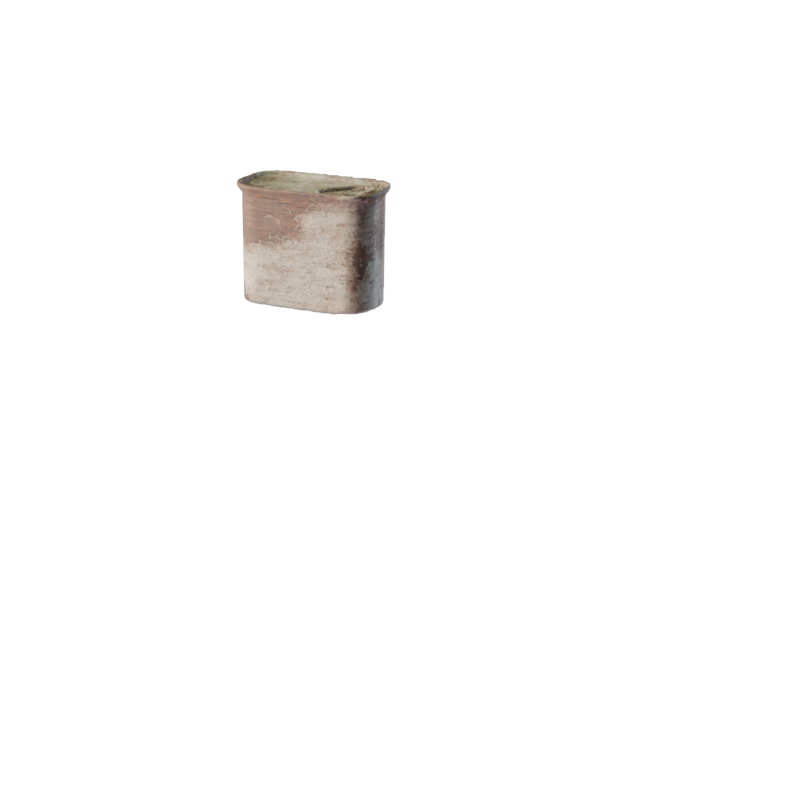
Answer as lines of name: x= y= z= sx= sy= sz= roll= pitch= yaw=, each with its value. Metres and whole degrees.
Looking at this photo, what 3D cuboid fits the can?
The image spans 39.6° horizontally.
can: x=-0.059 y=-0.108 z=0.757 sx=0.105 sy=0.081 sz=0.058 roll=9 pitch=20 yaw=22
